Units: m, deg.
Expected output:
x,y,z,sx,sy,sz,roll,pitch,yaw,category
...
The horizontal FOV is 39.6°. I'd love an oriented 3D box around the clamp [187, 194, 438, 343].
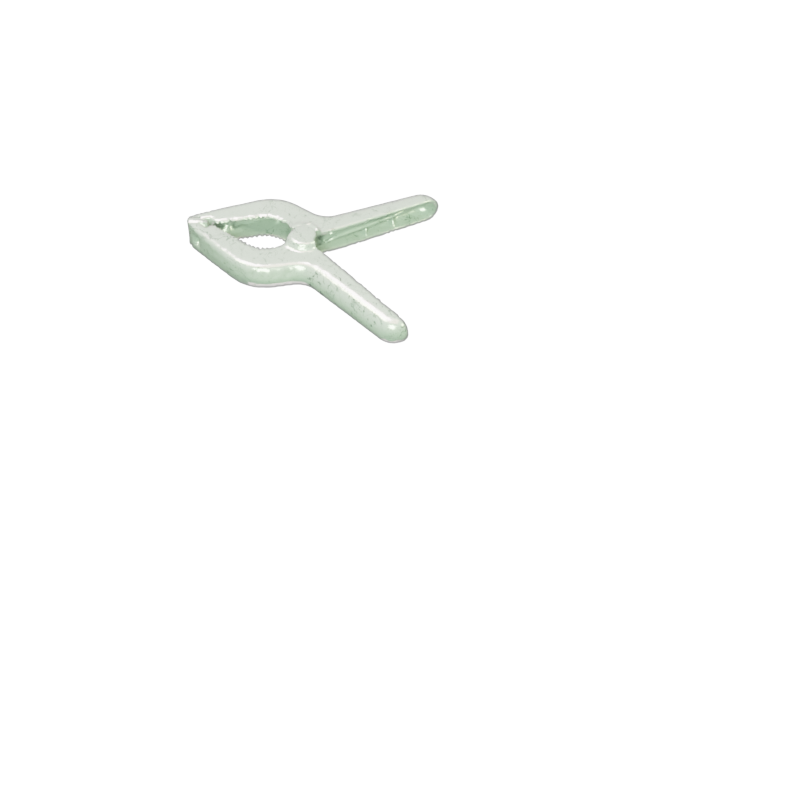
x,y,z,sx,sy,sz,roll,pitch,yaw,category
-0.073,-0.133,0.932,0.215,0.034,0.172,14,48,13,clamp
